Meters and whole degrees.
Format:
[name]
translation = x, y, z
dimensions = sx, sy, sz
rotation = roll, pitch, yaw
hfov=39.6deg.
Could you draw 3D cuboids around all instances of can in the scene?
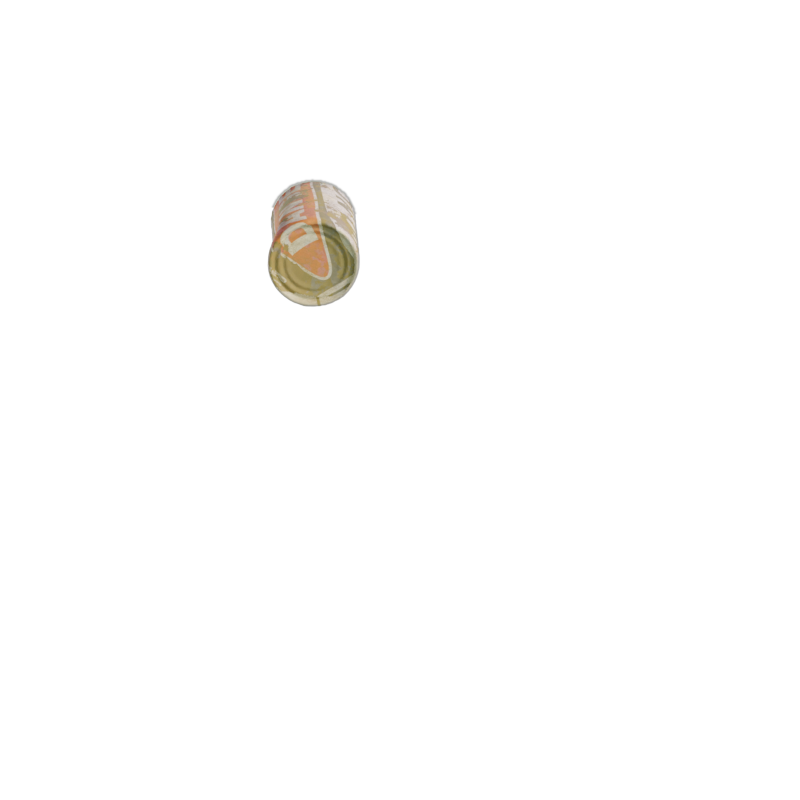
[can]
translation = -0.065, -0.119, 0.835
dimensions = 0.068, 0.065, 0.107
rotation = 0, 24, -3
